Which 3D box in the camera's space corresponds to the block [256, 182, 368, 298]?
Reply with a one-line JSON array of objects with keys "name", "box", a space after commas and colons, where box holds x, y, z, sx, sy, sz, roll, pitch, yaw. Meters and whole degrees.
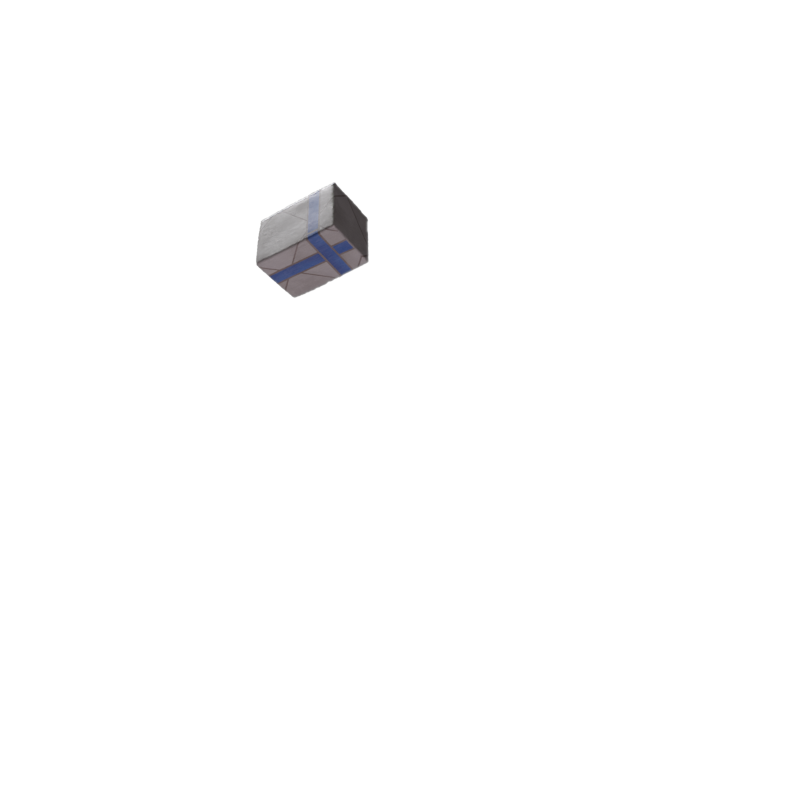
[{"name": "block", "box": [-0.071, -0.129, 0.907, 0.078, 0.055, 0.049, -24, -46, 23]}]
